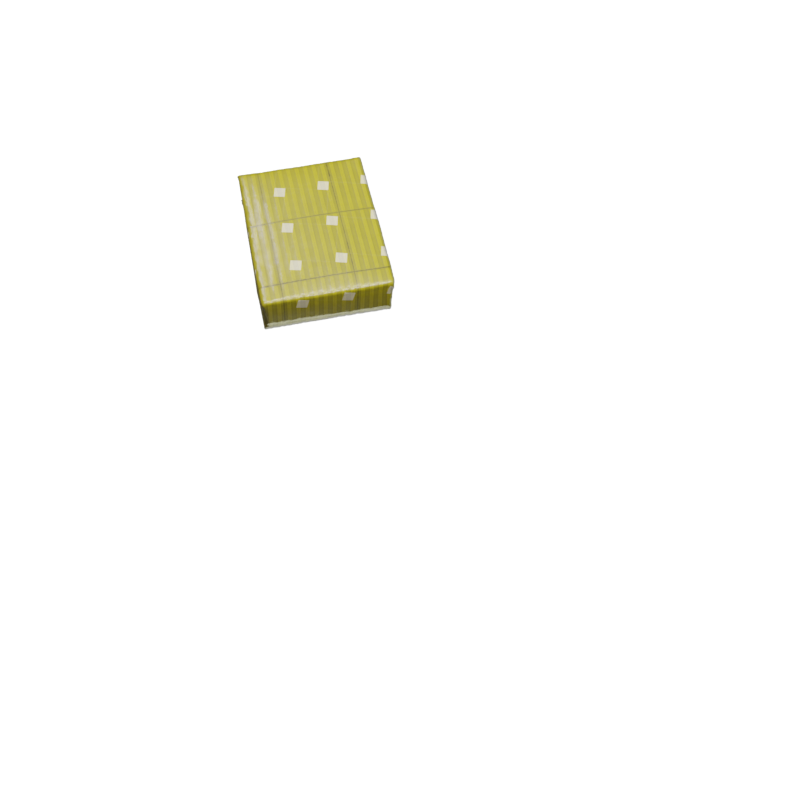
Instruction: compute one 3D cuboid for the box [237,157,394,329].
[{"bbox_3d":[-0.060,-0.110,0.768,0.089,0.122,0.036,-10,-33,-7],"label":"box"}]
